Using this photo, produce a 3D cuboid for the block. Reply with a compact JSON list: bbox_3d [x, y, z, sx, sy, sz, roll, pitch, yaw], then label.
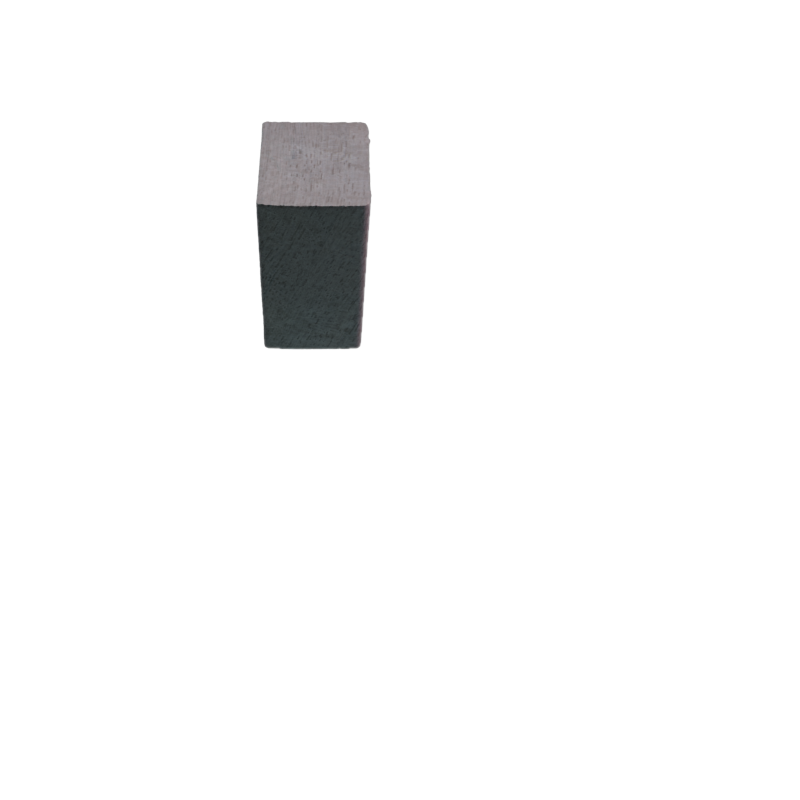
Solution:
[{"bbox_3d":[-0.074,-0.137,0.958,0.090,0.097,0.193,1,-33,-3],"label":"block"}]
